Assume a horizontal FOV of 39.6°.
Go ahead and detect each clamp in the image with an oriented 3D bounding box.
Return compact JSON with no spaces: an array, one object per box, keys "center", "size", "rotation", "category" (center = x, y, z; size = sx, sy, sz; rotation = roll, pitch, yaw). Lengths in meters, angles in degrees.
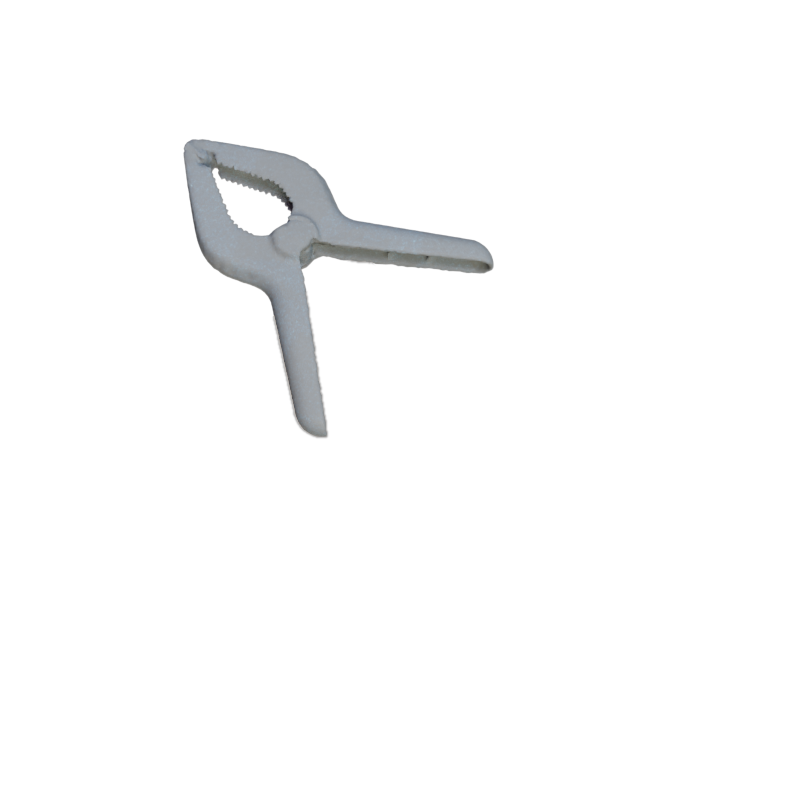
[{"center":[-0.056,-0.102,0.717],"size":[0.165,0.220,0.034],"rotation":[-37,-19,-15],"category":"clamp"}]
